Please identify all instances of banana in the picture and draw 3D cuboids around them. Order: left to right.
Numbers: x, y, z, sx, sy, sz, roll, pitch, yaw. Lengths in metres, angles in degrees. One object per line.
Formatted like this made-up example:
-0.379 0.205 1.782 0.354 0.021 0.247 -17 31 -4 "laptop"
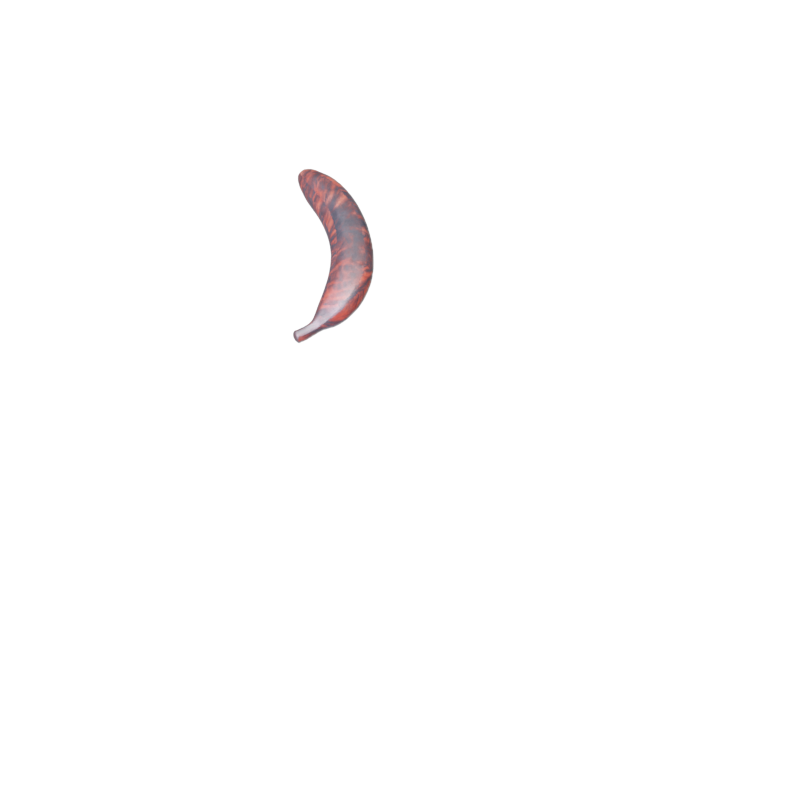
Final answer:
-0.059 -0.138 0.985 0.069 0.212 0.034 -1 -39 -1 "banana"
